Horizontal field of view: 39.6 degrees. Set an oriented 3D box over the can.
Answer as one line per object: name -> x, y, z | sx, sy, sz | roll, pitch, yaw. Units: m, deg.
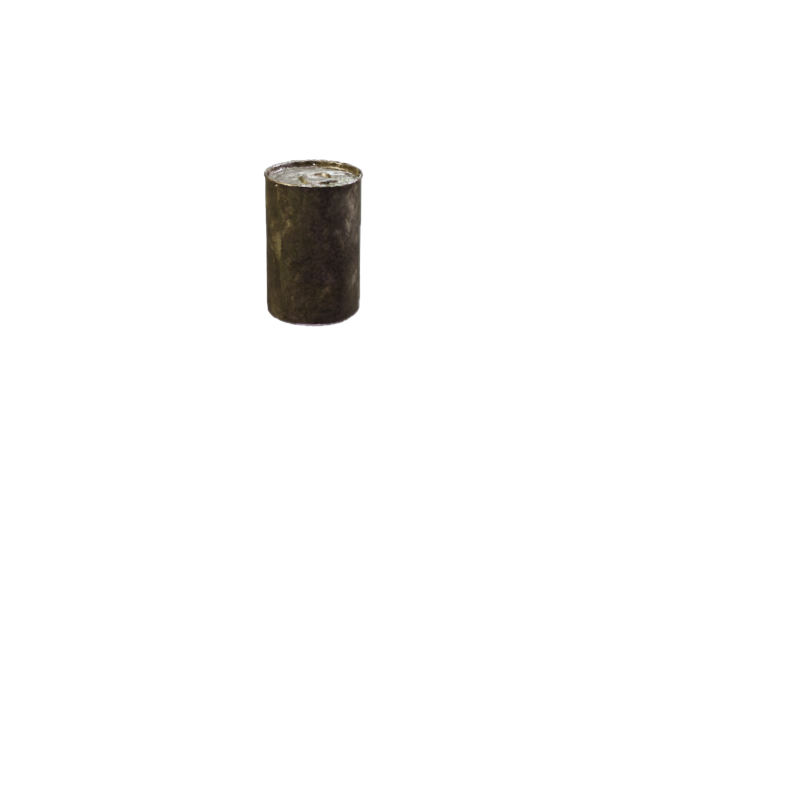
can -> -0.061, -0.111, 0.777 | 0.068, 0.098, 0.072 | 0, 22, -2
